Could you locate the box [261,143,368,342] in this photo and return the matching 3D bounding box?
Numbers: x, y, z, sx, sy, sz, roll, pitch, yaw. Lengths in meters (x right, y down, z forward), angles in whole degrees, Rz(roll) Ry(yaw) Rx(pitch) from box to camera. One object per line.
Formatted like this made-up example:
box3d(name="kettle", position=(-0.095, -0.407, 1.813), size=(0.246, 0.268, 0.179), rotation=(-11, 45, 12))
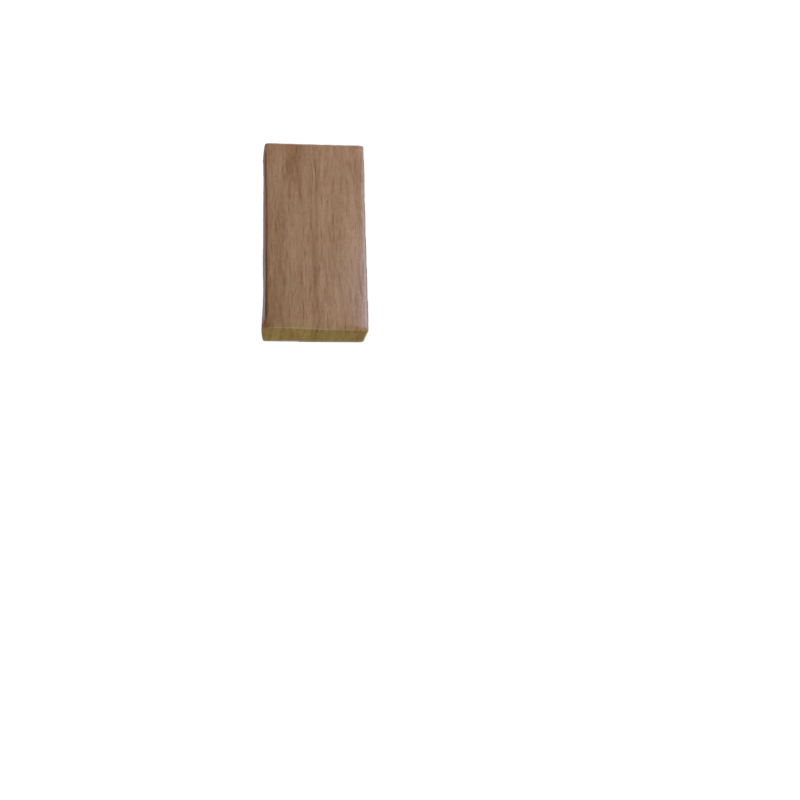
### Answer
box3d(name="box", position=(-0.078, -0.142, 0.993), size=(0.093, 0.185, 0.046), rotation=(1, -21, -6))
